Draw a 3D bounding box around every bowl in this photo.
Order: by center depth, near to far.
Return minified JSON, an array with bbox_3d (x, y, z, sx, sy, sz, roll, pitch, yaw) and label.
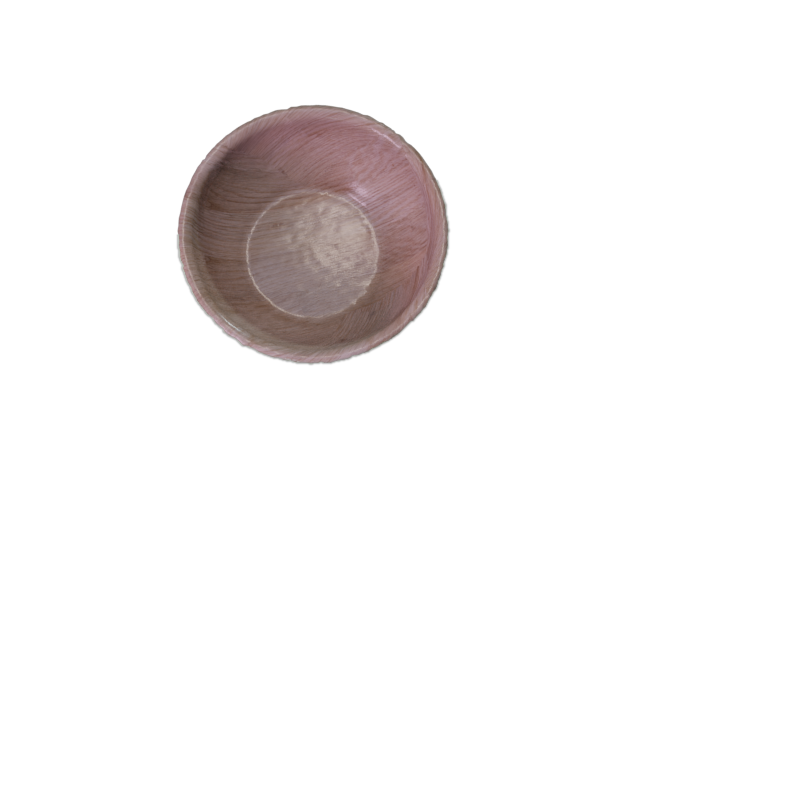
[{"bbox_3d":[-0.054,-0.098,0.684,0.162,0.168,0.053,-1,-16,-1],"label":"bowl"}]
